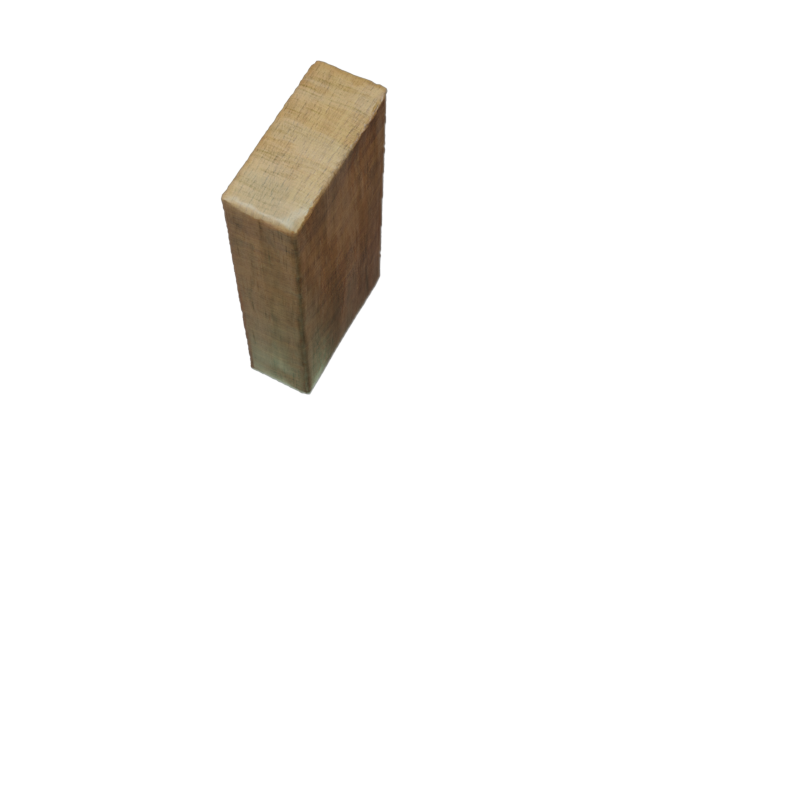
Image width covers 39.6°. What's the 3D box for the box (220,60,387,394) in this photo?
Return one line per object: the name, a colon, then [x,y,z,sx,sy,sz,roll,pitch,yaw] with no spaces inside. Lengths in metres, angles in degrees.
box: [-0.045,-0.082,0.574,0.049,0.096,0.167,26,-23,7]
